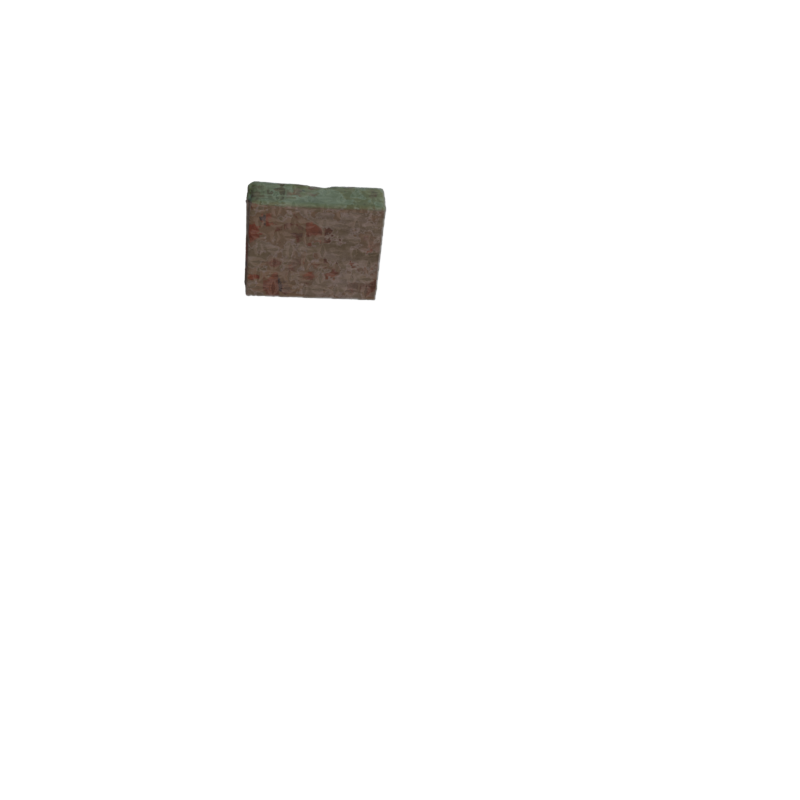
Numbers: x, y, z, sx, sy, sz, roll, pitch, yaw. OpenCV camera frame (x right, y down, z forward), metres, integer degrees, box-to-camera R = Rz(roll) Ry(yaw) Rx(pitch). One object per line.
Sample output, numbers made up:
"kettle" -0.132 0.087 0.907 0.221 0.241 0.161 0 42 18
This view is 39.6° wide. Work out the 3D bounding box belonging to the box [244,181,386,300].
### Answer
"box" -0.057 -0.104 0.725 0.089 0.069 0.032 3 37 -3
